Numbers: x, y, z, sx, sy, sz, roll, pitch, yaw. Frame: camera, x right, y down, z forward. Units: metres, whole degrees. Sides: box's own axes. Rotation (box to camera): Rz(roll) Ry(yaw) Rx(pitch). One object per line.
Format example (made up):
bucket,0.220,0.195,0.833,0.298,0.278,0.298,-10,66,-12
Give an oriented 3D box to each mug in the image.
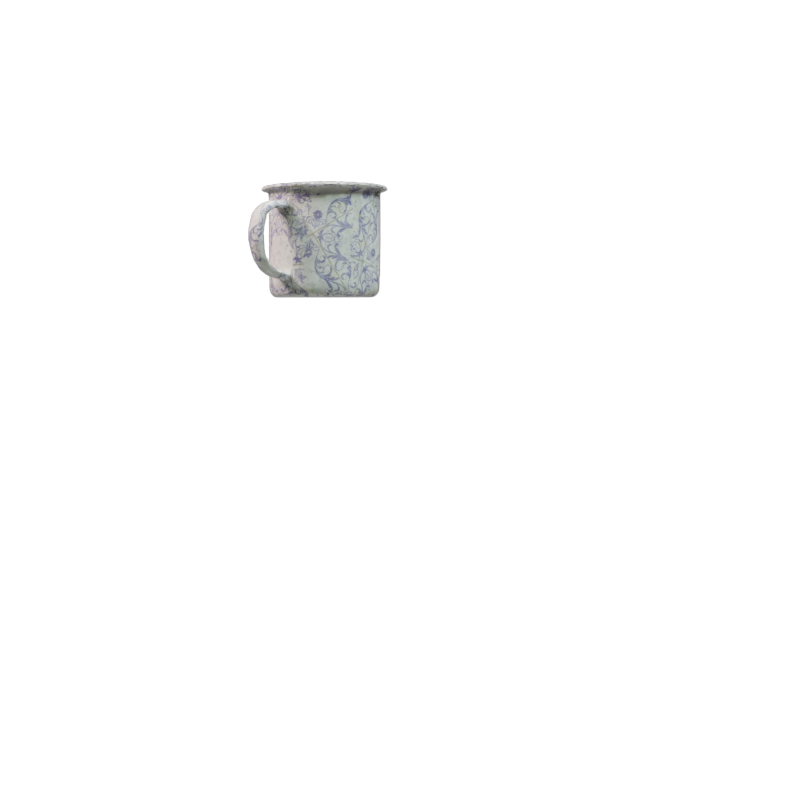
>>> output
mug,-0.063,-0.116,0.809,0.097,0.082,0.113,2,3,41
